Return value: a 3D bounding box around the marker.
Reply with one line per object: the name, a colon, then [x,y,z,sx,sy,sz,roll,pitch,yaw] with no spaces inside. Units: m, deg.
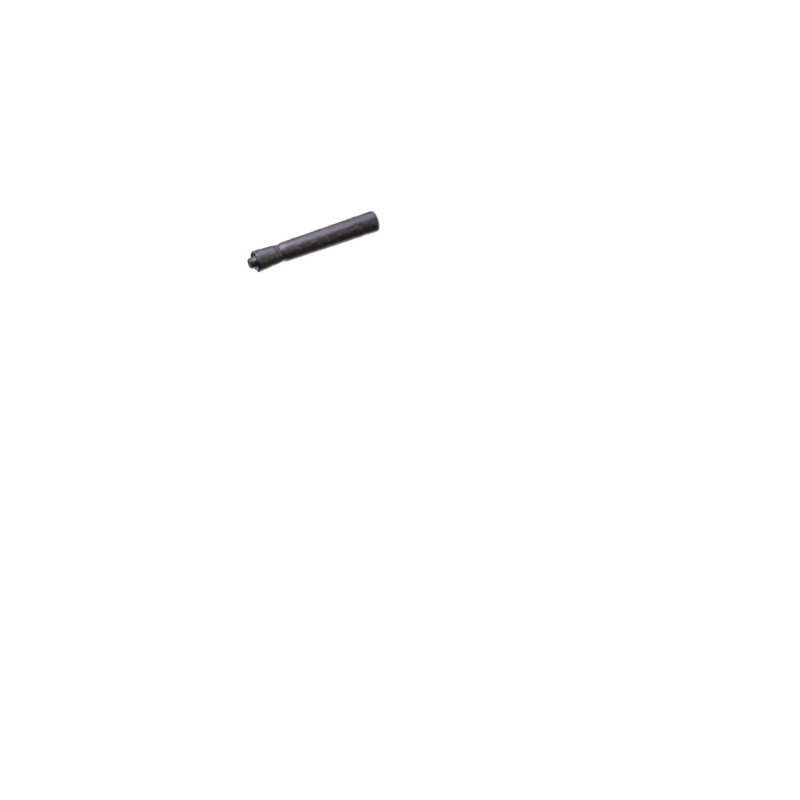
marker: [-0.074,-0.135,0.944,0.120,0.019,0.020,-22,12,-21]
